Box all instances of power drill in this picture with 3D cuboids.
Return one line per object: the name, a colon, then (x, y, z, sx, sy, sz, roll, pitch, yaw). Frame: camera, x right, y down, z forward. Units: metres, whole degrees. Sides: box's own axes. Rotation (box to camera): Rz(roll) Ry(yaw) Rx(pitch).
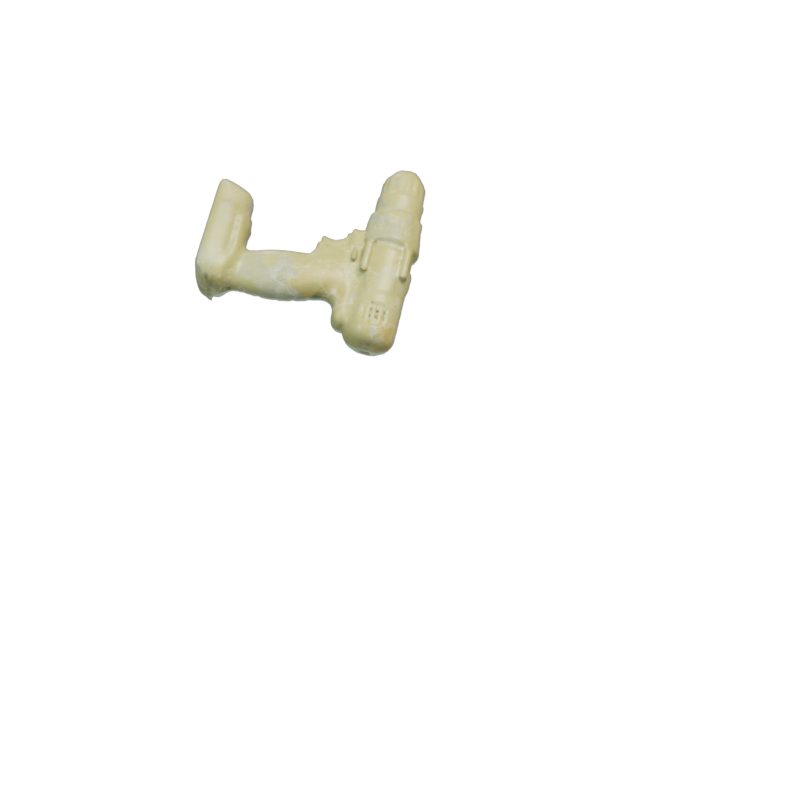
power drill: (-0.077, -0.140, 0.984, 0.190, 0.194, 0.054, 11, -30, 6)
